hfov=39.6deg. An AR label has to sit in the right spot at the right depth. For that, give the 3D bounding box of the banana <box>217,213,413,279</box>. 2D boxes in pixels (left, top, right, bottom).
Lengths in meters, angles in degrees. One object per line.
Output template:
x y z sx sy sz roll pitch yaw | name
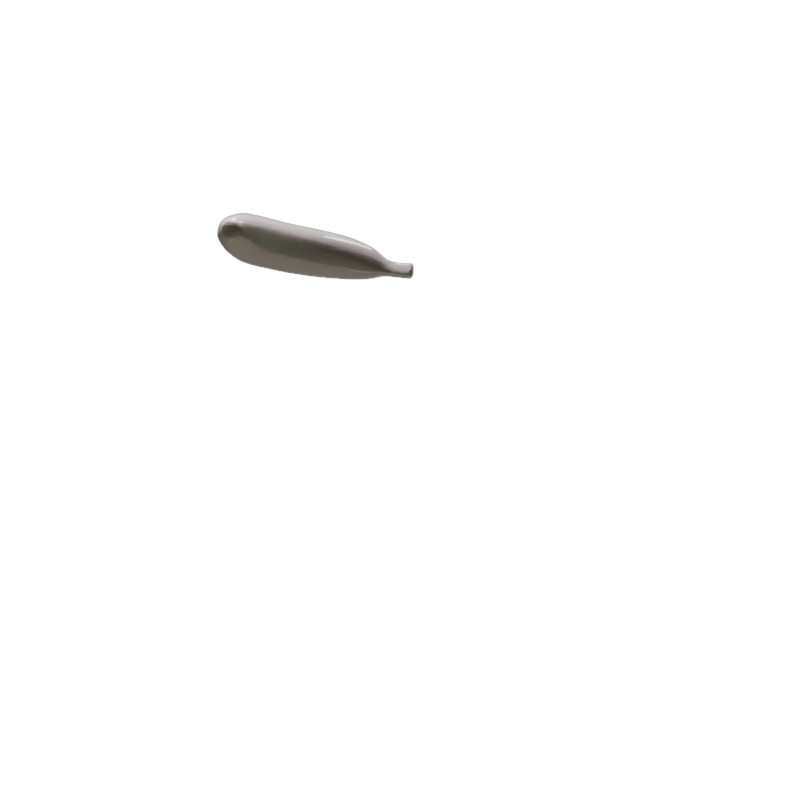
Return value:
-0.076 -0.117 0.841 0.072 0.037 0.188 -4 -5 43 | banana
